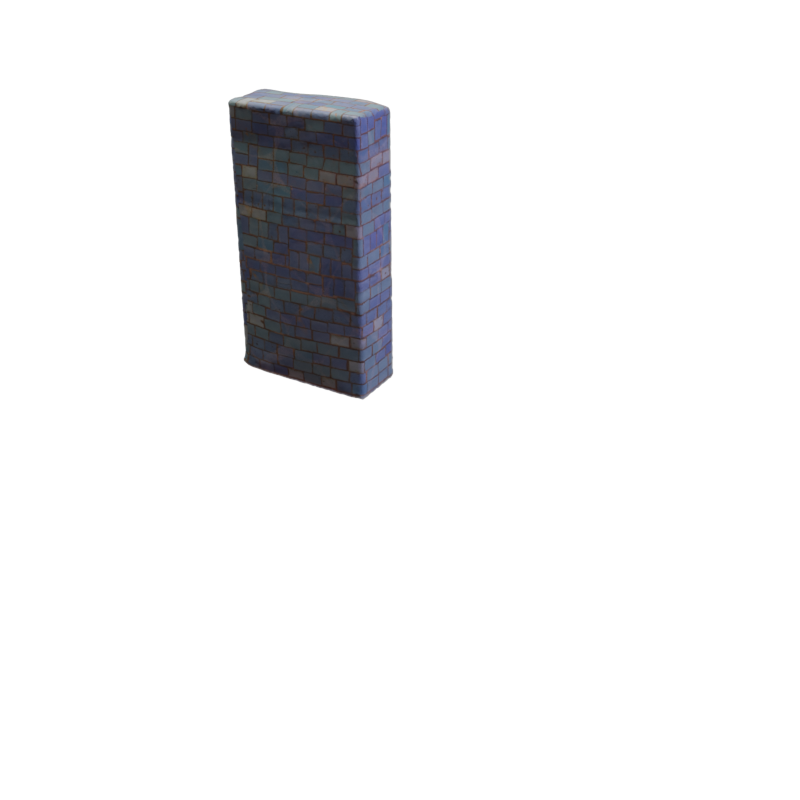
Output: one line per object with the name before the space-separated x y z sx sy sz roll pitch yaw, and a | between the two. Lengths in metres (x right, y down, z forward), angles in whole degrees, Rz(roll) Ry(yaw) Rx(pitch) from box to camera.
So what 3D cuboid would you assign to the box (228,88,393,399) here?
box | -0.052 -0.096 0.675 0.098 0.168 0.048 14 24 30
